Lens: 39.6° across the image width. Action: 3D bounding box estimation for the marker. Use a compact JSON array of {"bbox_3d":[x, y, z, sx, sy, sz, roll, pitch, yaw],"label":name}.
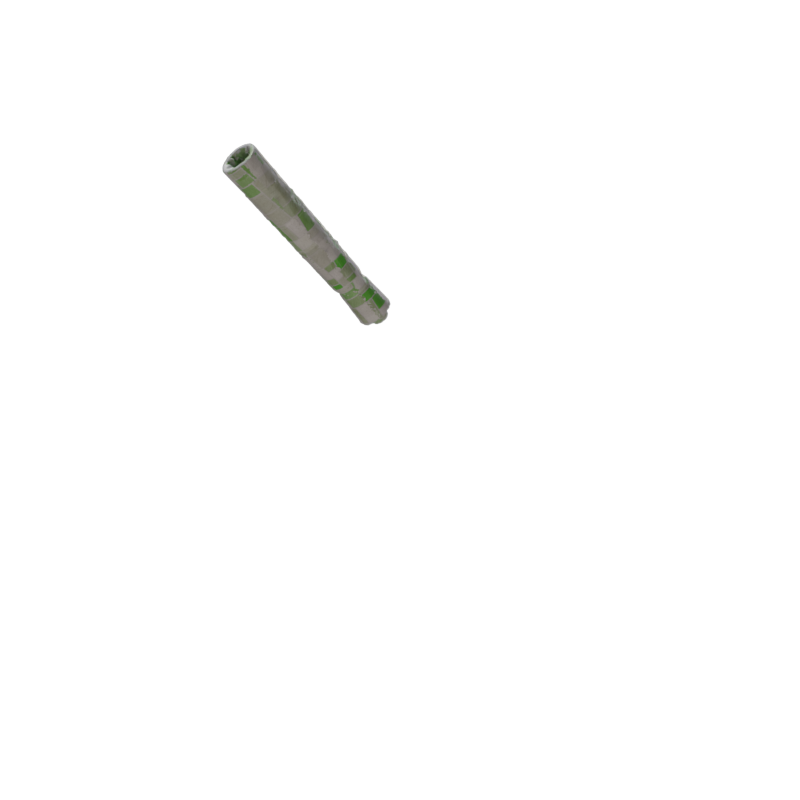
[{"bbox_3d":[-0.042,-0.077,0.539,0.021,0.020,0.113,3,-36,48],"label":"marker"}]
